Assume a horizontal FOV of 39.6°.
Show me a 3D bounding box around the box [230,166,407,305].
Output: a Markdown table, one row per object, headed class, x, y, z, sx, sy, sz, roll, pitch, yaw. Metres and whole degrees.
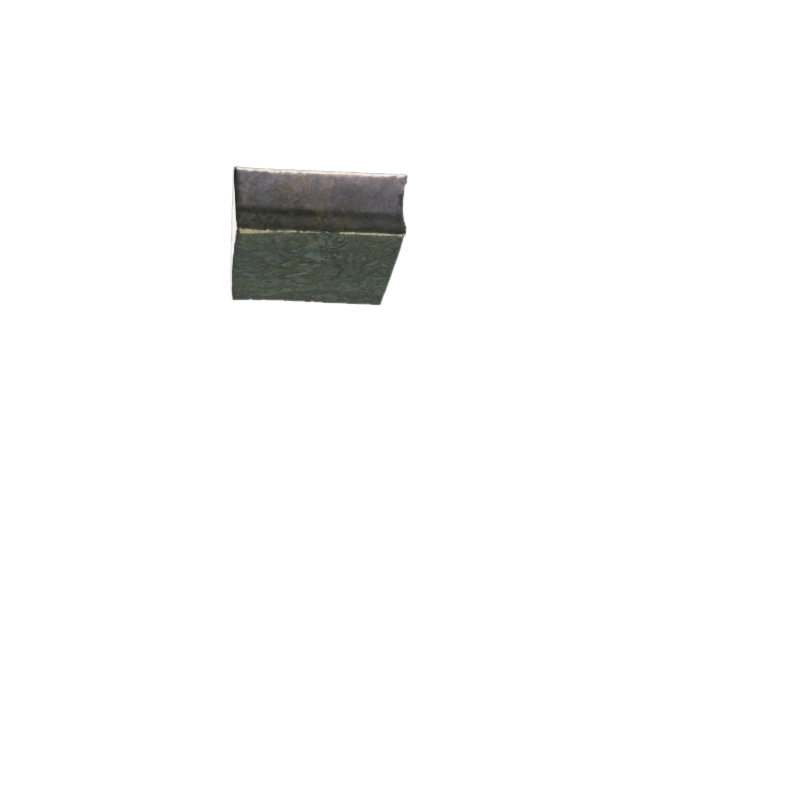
| class | x | y | z | sx | sy | sz | roll | pitch | yaw |
| --- | --- | --- | --- | --- | --- | --- | --- | --- | --- |
| box | -0.048 | -0.086 | 0.605 | 0.089 | 0.040 | 0.110 | 1 | -14 | -7 |
